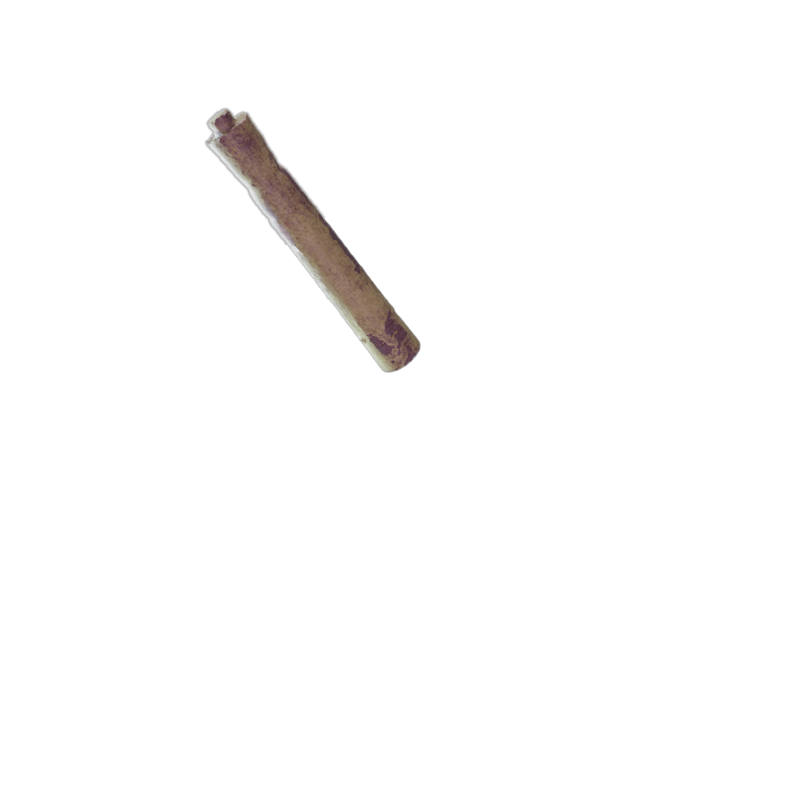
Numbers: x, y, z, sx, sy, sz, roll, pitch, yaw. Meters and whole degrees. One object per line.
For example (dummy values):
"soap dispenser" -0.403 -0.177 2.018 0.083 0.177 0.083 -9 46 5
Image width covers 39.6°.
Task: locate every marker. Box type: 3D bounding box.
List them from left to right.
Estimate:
"marker" -0.033 -0.060 0.421 0.020 0.115 0.021 -34 19 13
